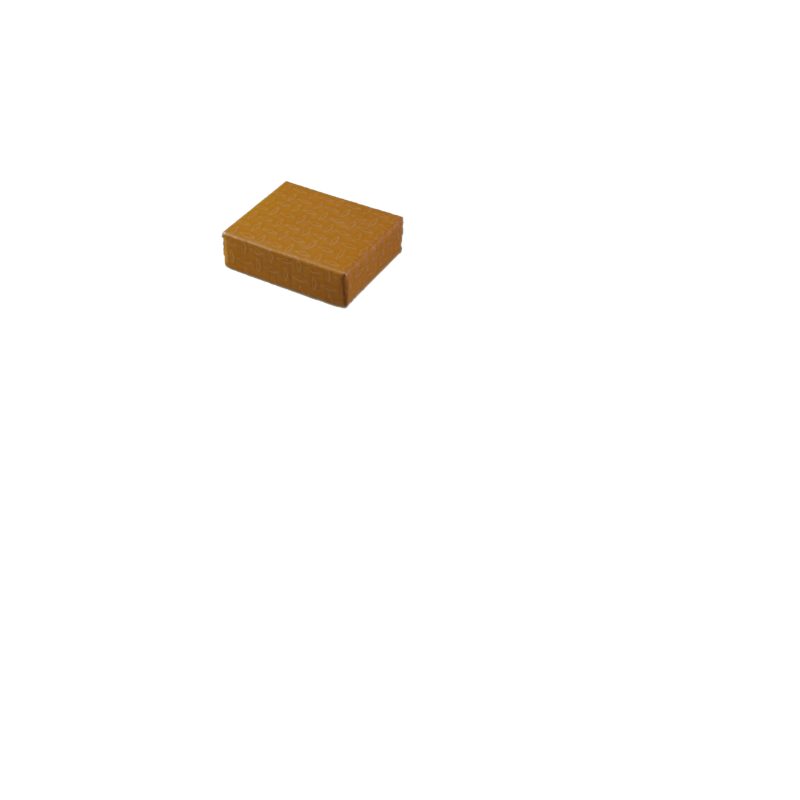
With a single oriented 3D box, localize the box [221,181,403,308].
[{"bbox_3d":[-0.067,-0.122,0.858,0.119,0.036,0.092,21,45,23],"label":"box"}]
